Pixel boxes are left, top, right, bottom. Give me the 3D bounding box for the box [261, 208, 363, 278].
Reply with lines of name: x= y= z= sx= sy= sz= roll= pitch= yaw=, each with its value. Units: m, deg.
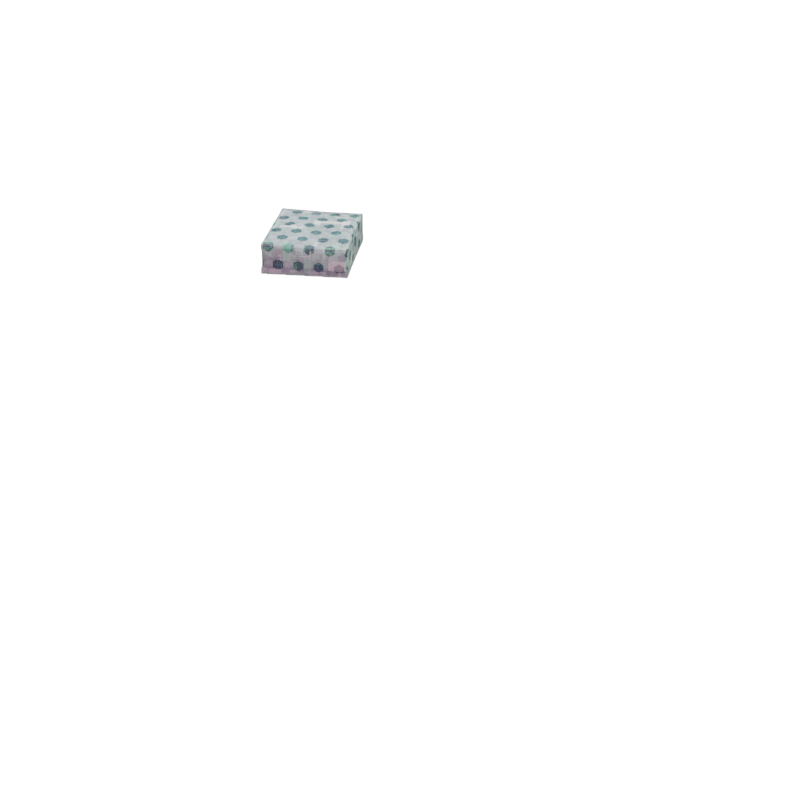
box: x=-0.074 y=-0.134 z=0.940 sx=0.074 sy=0.029 sz=0.093 roll=4 pitch=28 yaw=7
